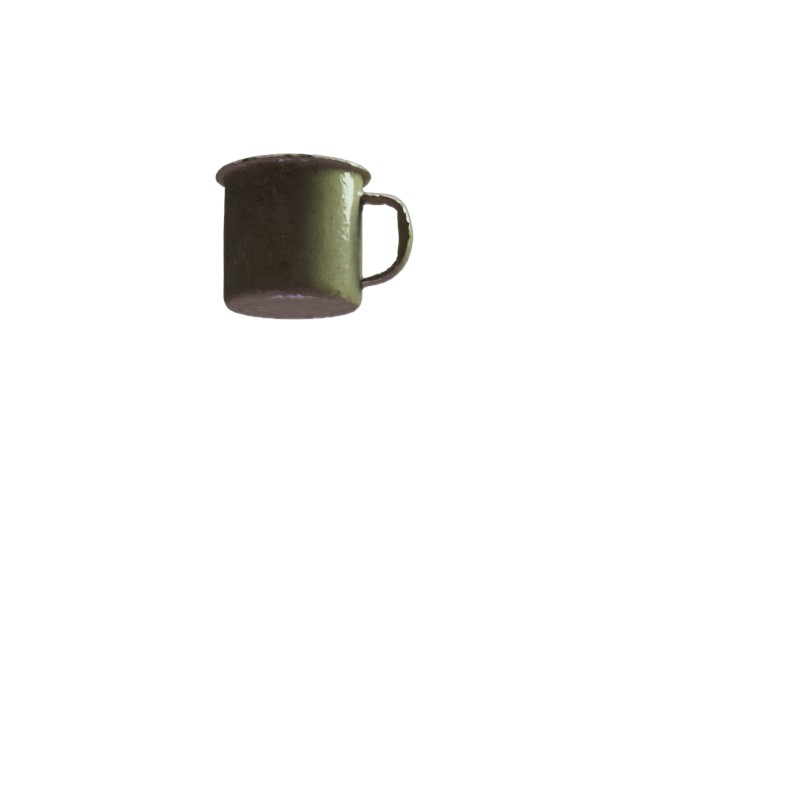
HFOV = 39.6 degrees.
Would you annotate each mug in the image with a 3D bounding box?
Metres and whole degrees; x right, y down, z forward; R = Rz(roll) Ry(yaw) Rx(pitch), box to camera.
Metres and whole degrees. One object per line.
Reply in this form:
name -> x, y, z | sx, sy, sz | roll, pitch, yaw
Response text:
mug -> -0.051, -0.093, 0.652 | 0.118, 0.084, 0.090 | -1, -8, 4
